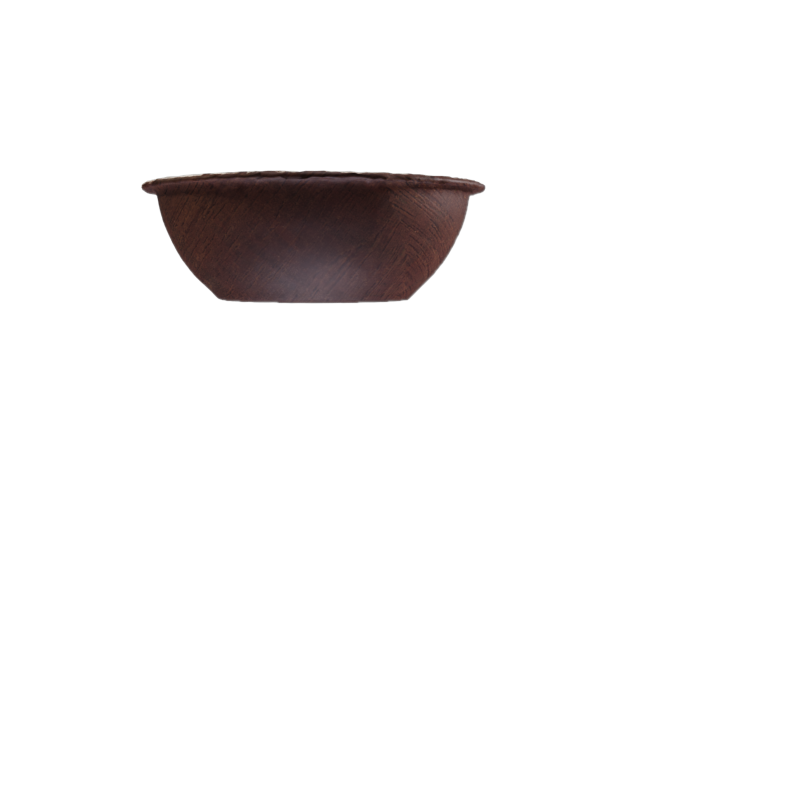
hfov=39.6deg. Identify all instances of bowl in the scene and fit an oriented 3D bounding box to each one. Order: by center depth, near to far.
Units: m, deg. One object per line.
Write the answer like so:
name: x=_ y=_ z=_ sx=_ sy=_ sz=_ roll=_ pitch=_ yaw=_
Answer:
bowl: x=-0.041 y=-0.075 z=0.525 sx=0.162 sy=0.055 sz=0.164 roll=0 pitch=6 yaw=-2
